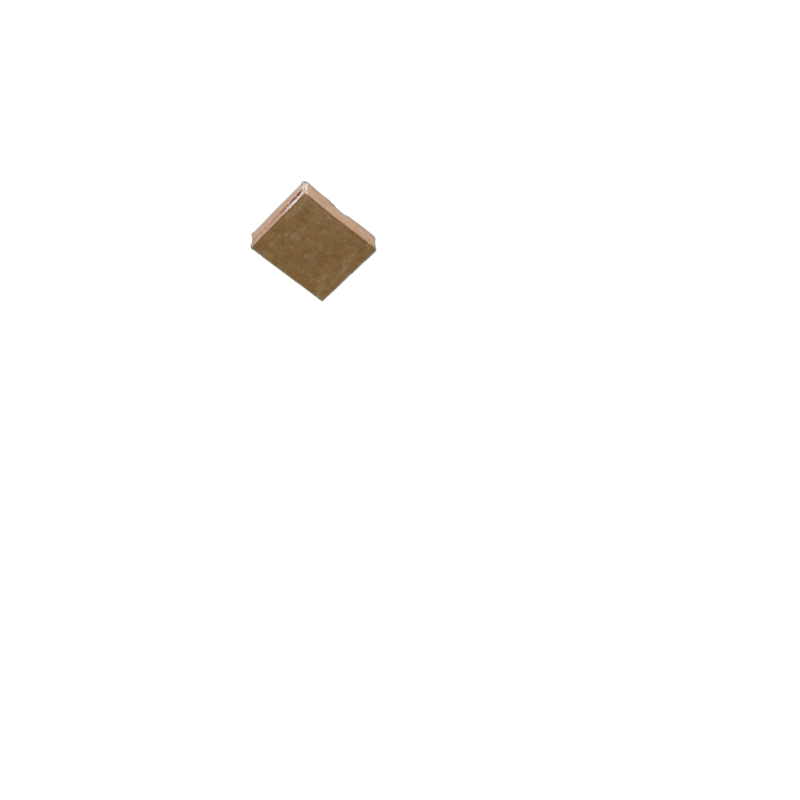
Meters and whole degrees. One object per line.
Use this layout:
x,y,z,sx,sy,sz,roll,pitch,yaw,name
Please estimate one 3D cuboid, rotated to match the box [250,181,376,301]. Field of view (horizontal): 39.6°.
-0.078,-0.142,0.991,0.085,0.072,0.032,38,24,-21,box
